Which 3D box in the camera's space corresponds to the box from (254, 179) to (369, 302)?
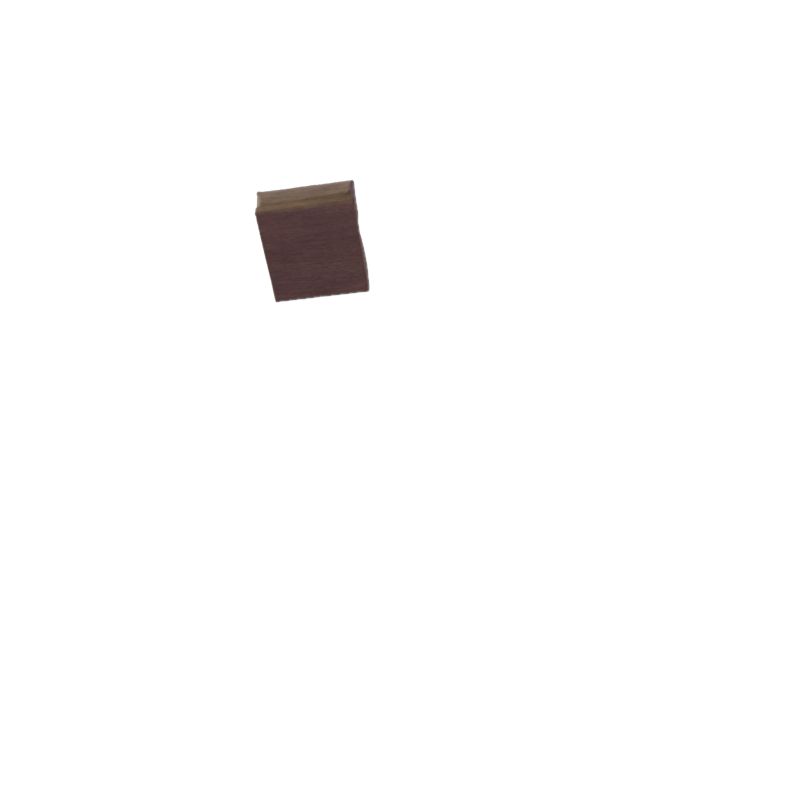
[{"bbox_3d":[-0.065,-0.118,0.826,0.073,0.083,0.032,-6,40,4],"label":"box"}]
